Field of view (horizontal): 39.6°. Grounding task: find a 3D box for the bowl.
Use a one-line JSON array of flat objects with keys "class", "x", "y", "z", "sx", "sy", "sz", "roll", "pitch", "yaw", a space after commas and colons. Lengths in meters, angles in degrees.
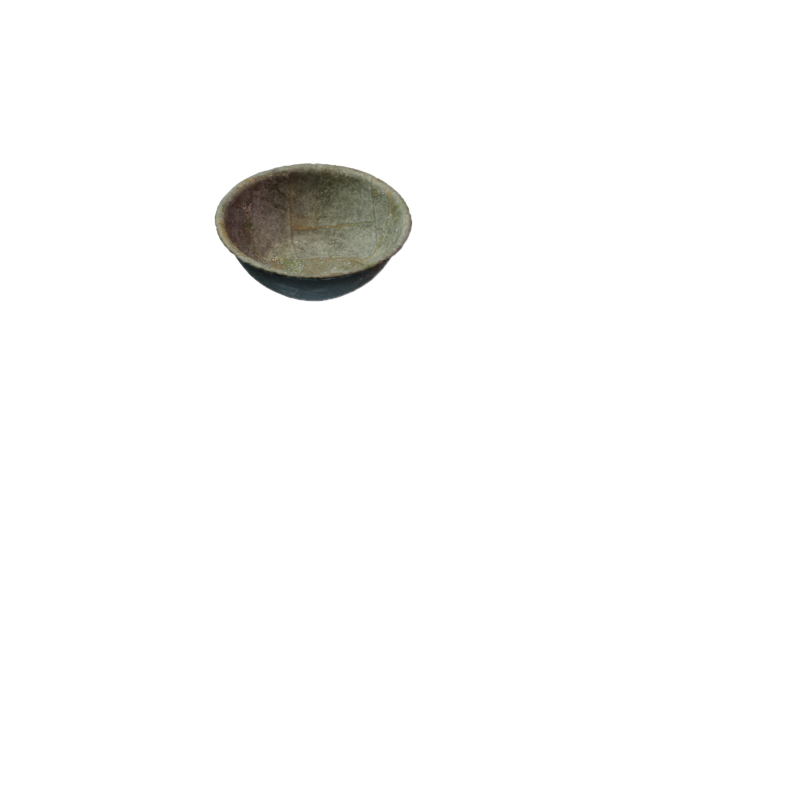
[{"class": "bowl", "x": -0.072, "y": -0.132, "z": 0.924, "sx": 0.162, "sy": 0.051, "sz": 0.174, "roll": -1, "pitch": 42, "yaw": -2}]
